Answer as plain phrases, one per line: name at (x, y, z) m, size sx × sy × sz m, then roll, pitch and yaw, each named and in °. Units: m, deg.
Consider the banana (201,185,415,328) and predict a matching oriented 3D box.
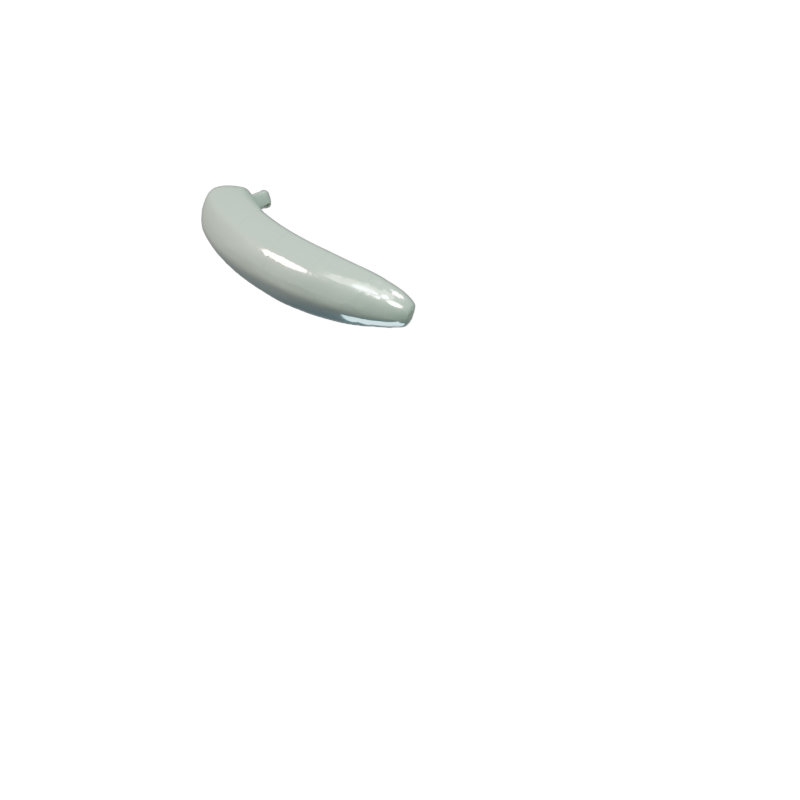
banana at (-0.068, -0.089, 0.638) m, size 0.068 × 0.035 × 0.213 m, roll -15°, pitch 34°, yaw -24°
